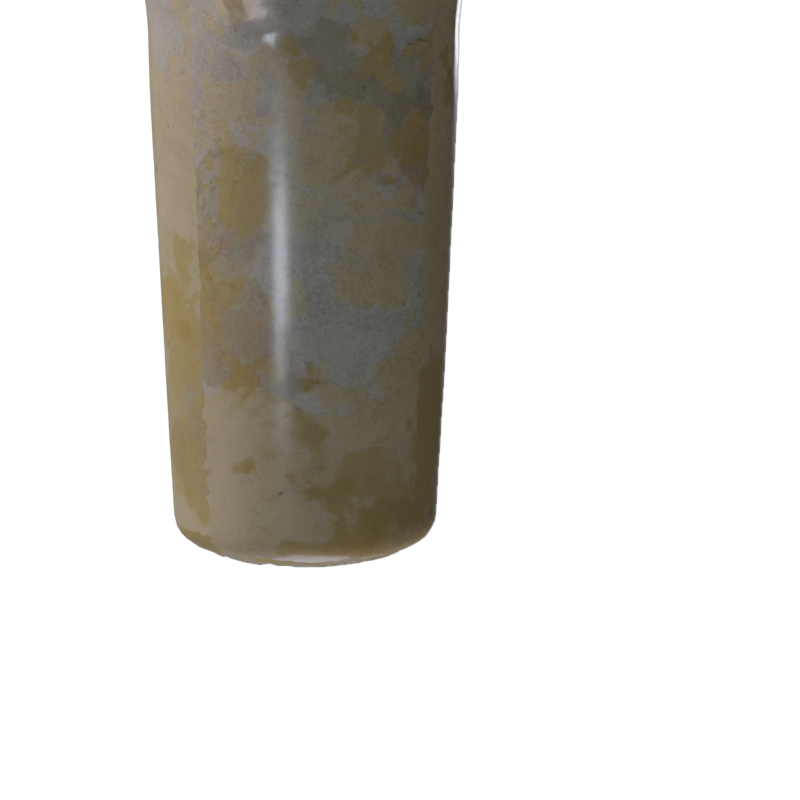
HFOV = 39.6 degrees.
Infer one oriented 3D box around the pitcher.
[{"bbox_3d":[-0.037,-0.067,0.467,0.144,0.242,0.151,-2,3,-33],"label":"pitcher"}]
